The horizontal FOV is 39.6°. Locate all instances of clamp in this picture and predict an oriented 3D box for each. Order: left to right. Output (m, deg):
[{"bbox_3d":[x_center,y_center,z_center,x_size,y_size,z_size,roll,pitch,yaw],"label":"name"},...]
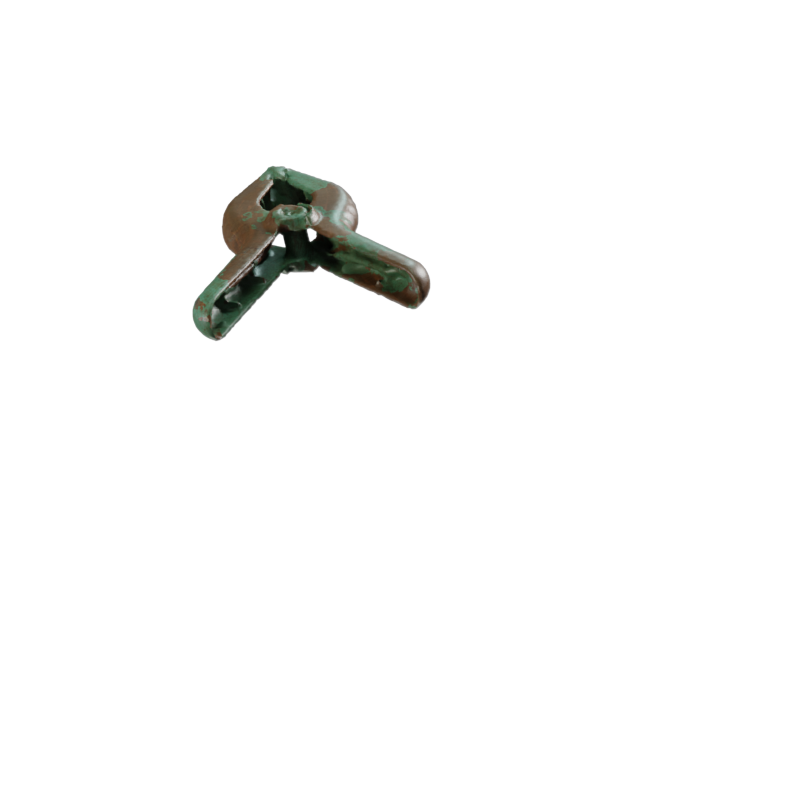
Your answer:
[{"bbox_3d":[-0.049,-0.088,0.620,0.120,0.037,0.183,-1,35,-2],"label":"clamp"}]
